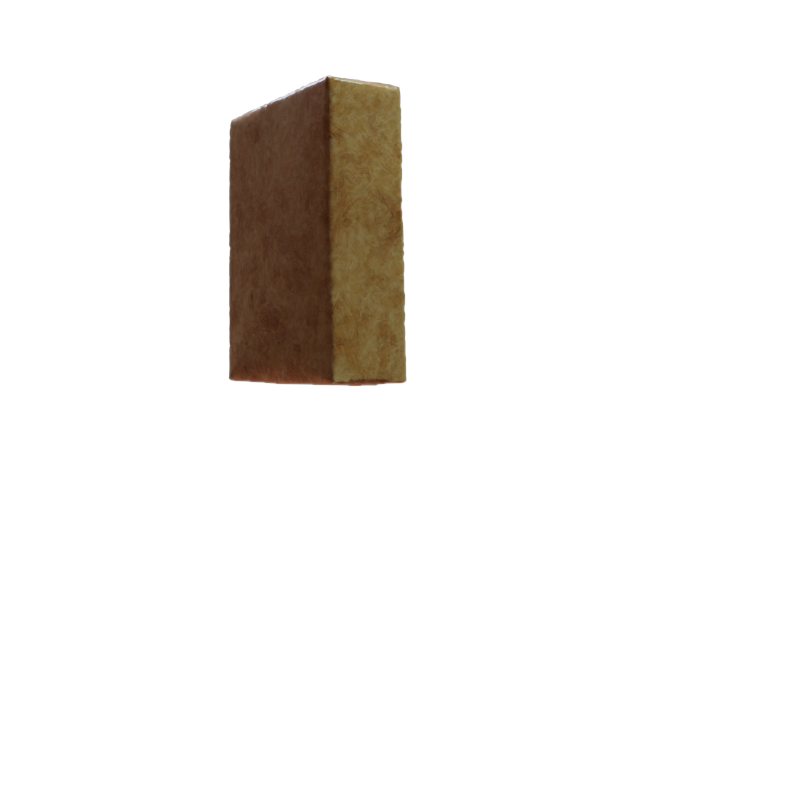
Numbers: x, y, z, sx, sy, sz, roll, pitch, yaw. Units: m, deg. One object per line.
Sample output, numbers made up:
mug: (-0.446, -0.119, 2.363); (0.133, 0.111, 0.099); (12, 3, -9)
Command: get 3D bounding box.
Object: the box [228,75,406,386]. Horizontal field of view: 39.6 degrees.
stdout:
box: (-0.066, -0.119, 0.837); (0.069, 0.217, 0.168); (3, -5, -32)
